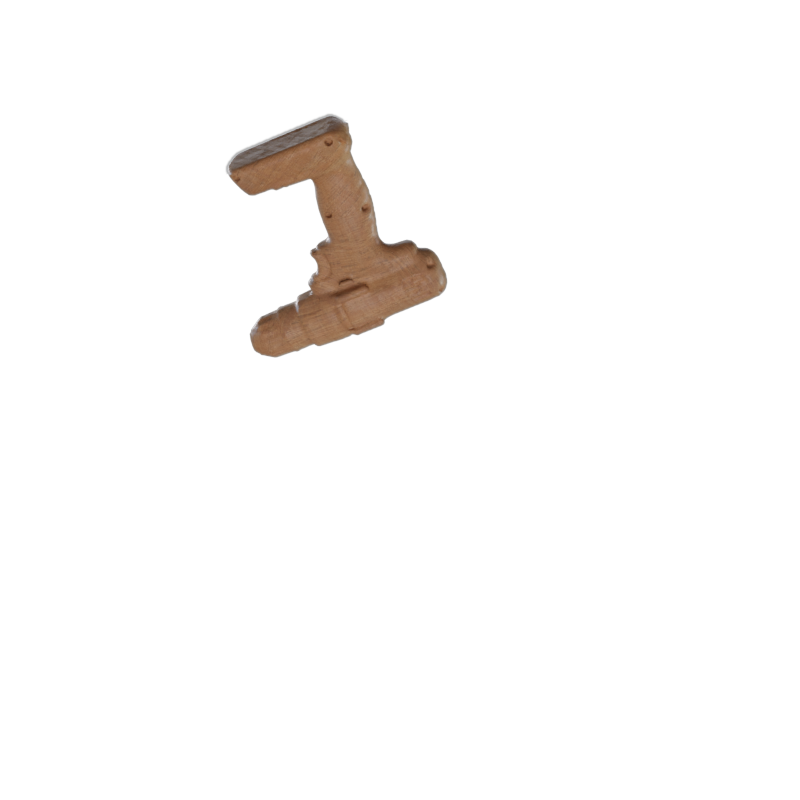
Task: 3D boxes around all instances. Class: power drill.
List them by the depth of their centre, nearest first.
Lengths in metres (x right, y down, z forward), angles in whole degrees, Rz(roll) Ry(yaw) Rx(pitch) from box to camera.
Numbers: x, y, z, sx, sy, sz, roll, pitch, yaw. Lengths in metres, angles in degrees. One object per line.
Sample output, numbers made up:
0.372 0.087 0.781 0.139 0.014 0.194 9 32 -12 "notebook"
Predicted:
-0.075 -0.136 0.954 0.185 0.177 0.061 -22 24 10 "power drill"
